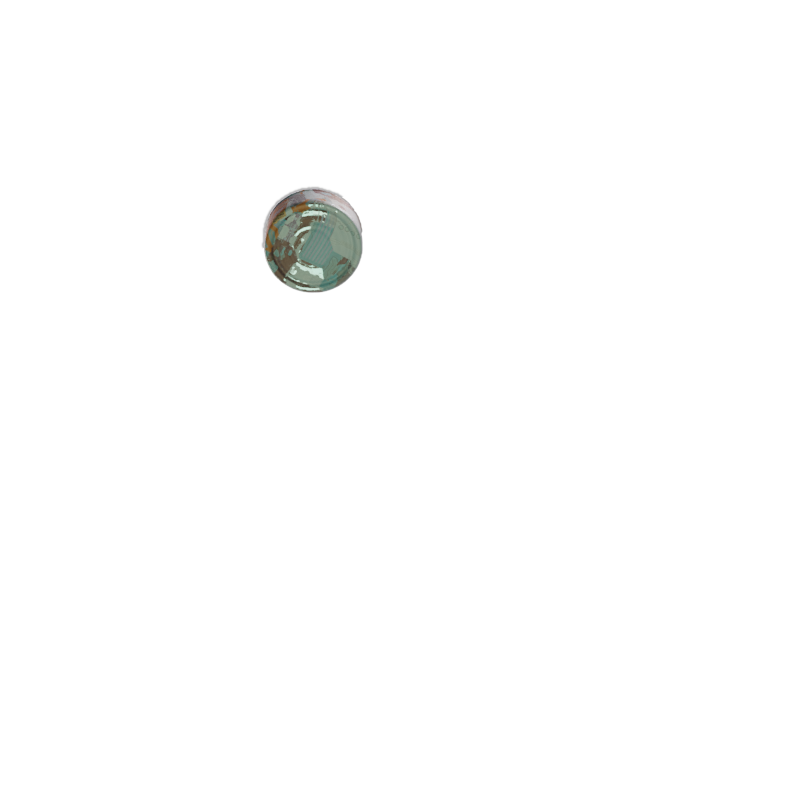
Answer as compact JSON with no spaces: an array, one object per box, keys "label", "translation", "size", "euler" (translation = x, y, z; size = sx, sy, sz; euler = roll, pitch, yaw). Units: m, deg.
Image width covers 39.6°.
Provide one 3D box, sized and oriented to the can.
[{"label":"can","translation":[-0.075,-0.136,0.955],"size":[0.086,0.082,0.035],"euler":[1,23,-1]}]
